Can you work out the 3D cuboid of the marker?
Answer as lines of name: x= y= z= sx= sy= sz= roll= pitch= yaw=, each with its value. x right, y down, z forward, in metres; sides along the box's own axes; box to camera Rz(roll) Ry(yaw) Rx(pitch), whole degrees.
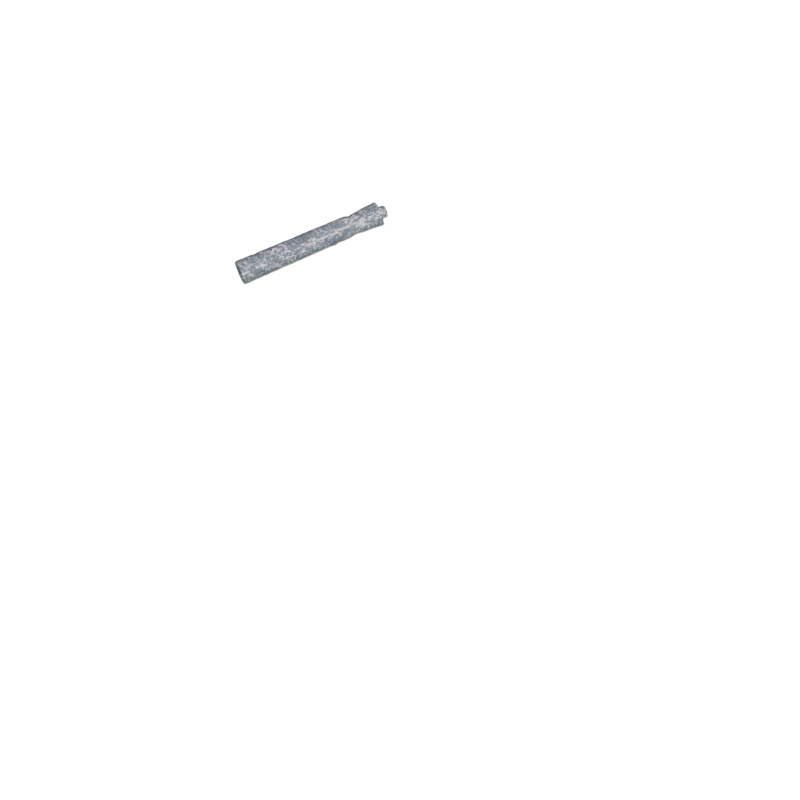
marker: x=-0.065 y=-0.119 z=0.832 sx=0.121 sy=0.019 sz=0.020 roll=-24 pitch=9 yaw=-9
